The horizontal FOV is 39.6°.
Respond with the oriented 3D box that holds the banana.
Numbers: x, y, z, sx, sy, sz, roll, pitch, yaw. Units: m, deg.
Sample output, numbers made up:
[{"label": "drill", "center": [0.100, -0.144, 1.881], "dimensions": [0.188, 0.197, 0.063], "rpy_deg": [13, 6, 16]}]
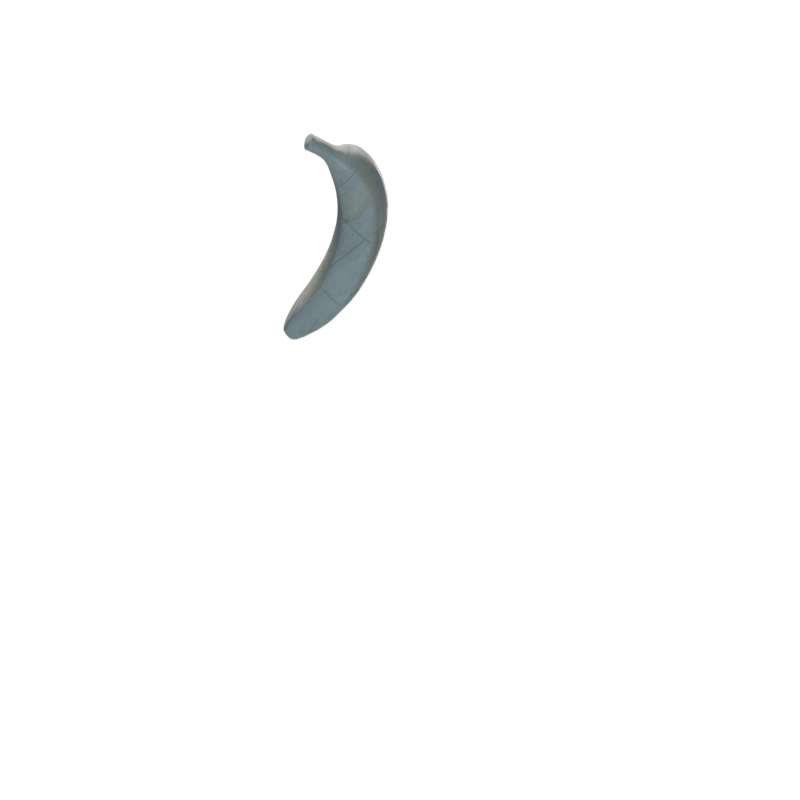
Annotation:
[{"label": "banana", "center": [-0.047, -0.122, 0.843], "dimensions": [0.069, 0.186, 0.039], "rpy_deg": [6, 41, -6]}]
